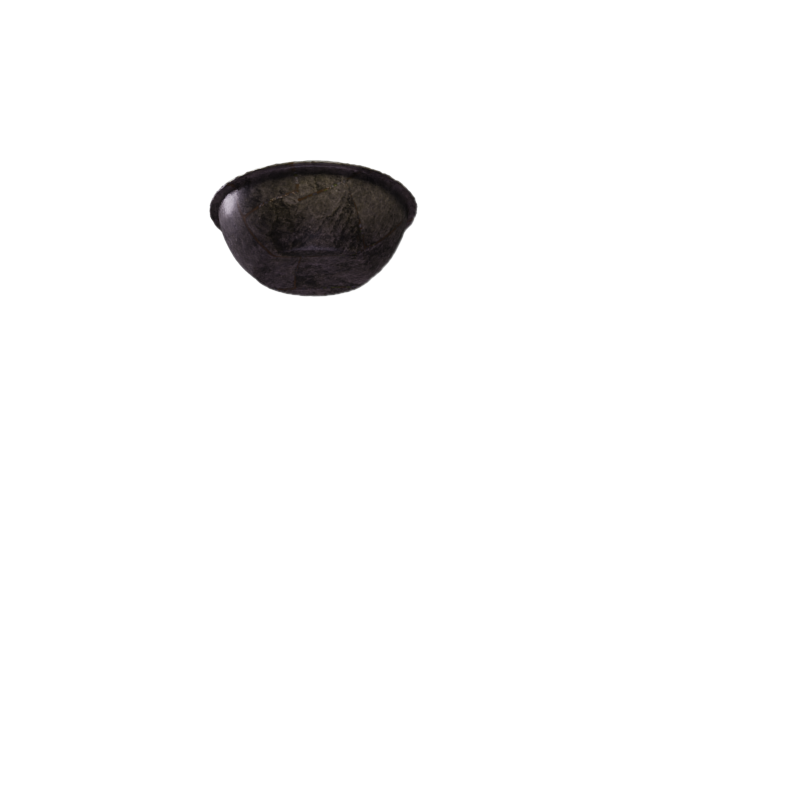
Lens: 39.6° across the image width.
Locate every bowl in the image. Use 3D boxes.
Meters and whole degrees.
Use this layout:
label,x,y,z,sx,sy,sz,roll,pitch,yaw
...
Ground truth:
label,x,y,z,sx,sy,sz,roll,pitch,yaw
bowl,-0.067,-0.122,0.852,0.162,0.058,0.155,0,-19,-2
